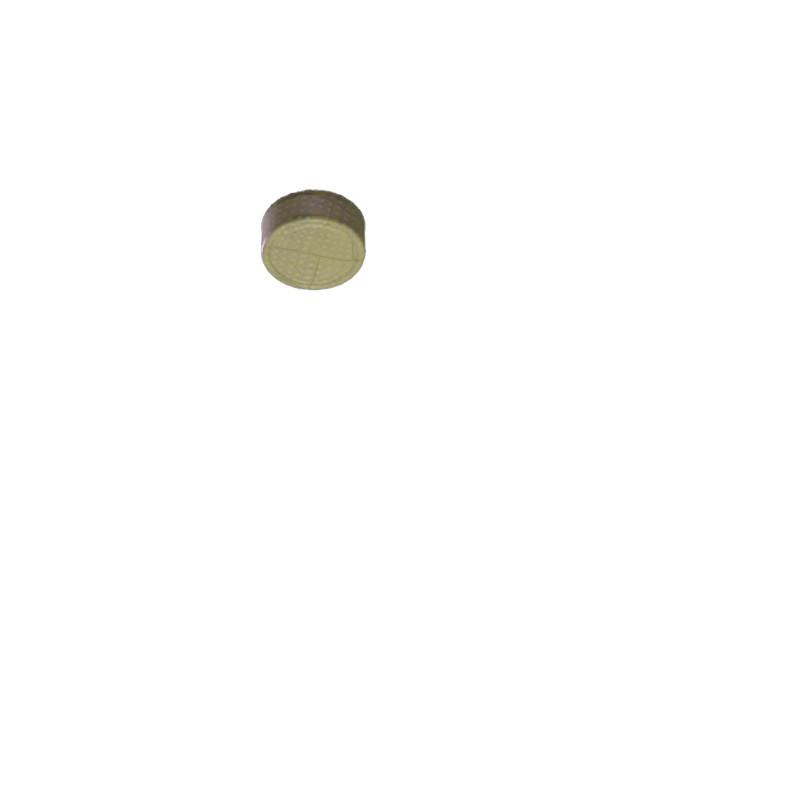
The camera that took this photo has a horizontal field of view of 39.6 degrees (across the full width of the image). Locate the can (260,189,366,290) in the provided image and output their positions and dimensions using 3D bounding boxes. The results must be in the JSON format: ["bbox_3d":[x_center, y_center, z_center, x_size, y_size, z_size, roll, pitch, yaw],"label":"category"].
[{"bbox_3d":[-0.070,-0.128,0.896,0.086,0.036,0.080,1,-40,-1],"label":"can"}]
